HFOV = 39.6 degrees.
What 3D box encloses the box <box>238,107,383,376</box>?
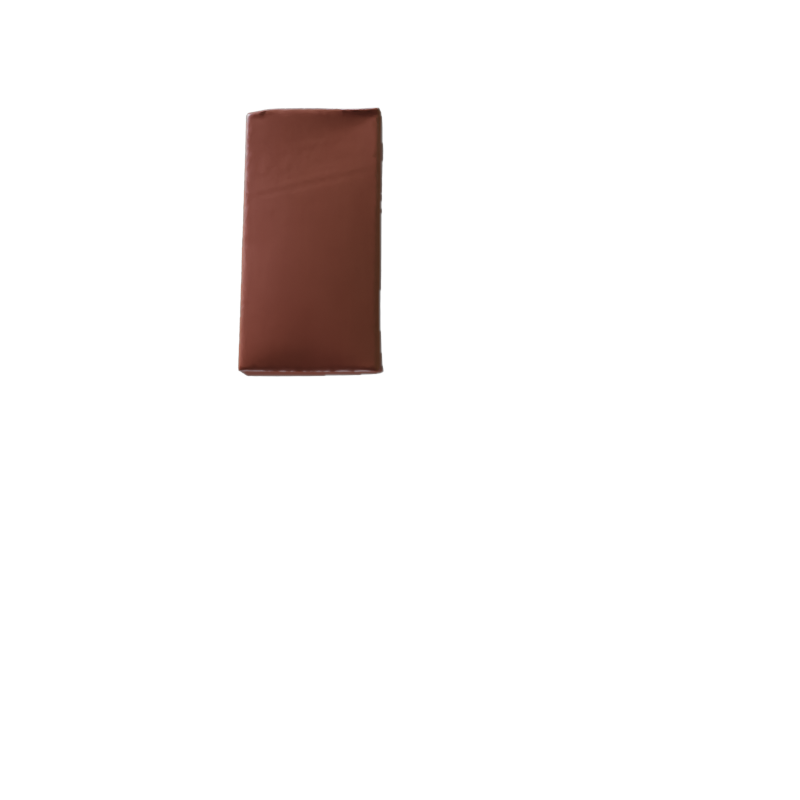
[{"bbox_3d":[-0.058,-0.105,0.736,0.094,0.180,0.047,-1,-9,4],"label":"box"}]
